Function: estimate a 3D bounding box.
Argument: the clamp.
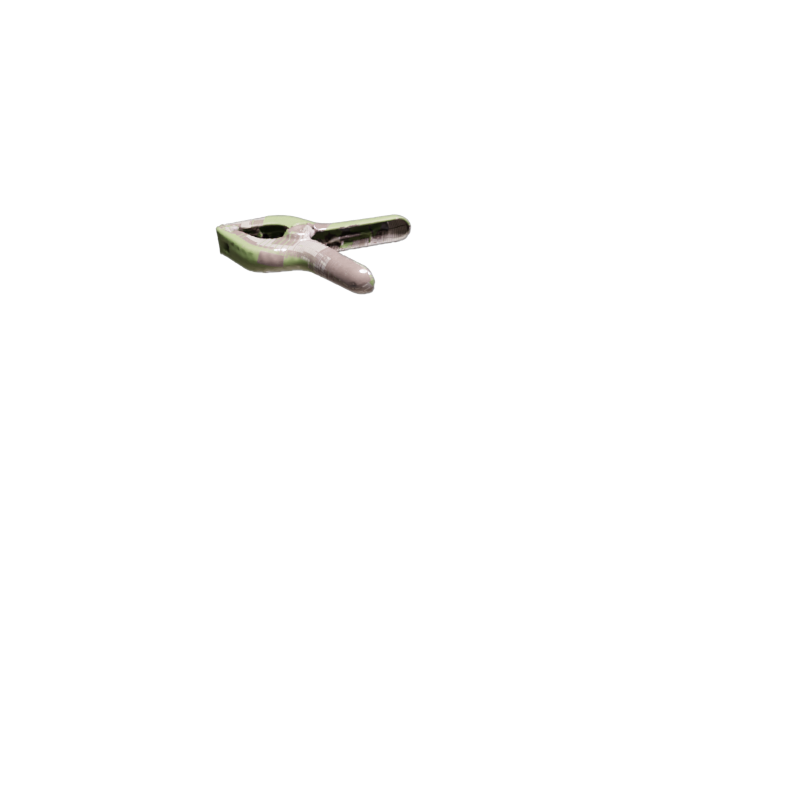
[{"bbox_3d":[-0.077,-0.140,0.982,0.179,0.037,0.122,14,31,24],"label":"clamp"}]
